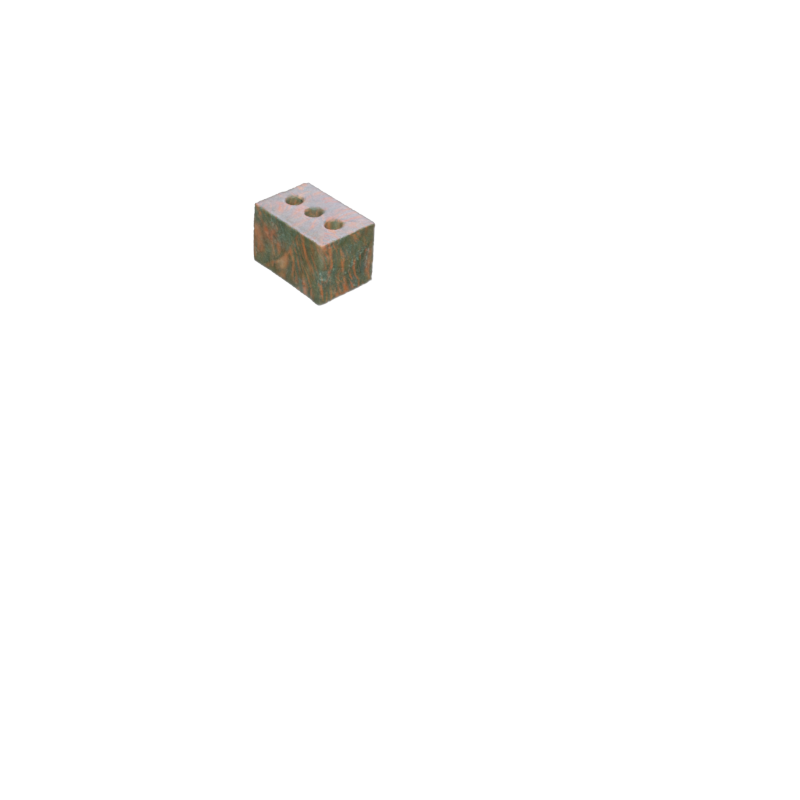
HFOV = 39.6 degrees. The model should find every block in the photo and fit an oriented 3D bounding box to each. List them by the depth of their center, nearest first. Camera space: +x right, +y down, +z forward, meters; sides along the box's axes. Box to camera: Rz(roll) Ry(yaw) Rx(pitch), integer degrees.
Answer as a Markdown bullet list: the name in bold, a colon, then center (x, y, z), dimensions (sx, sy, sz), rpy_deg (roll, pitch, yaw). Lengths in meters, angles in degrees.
- **block**: center (-0.063, -0.114, 0.800), dimensions (0.052, 0.048, 0.084), rpy_deg (-27, 45, -33)
